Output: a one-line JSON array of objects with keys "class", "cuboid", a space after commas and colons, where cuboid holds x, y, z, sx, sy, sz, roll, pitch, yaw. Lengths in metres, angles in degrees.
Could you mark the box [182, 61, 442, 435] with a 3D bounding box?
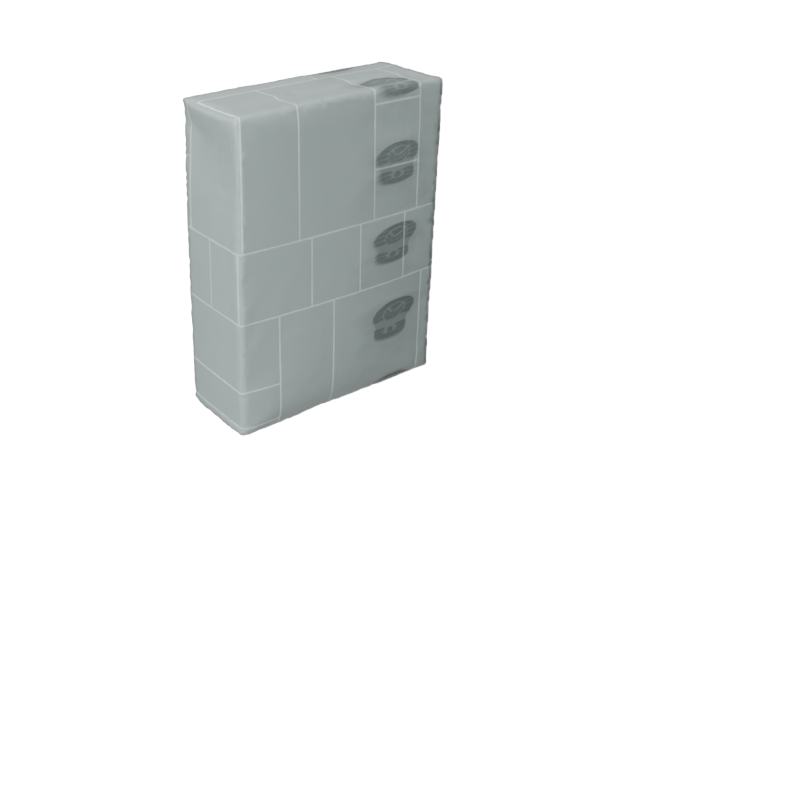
[{"class": "box", "cuboid": [-0.058, -0.105, 0.737, 0.162, 0.203, 0.077, -19, 31, -36]}]
